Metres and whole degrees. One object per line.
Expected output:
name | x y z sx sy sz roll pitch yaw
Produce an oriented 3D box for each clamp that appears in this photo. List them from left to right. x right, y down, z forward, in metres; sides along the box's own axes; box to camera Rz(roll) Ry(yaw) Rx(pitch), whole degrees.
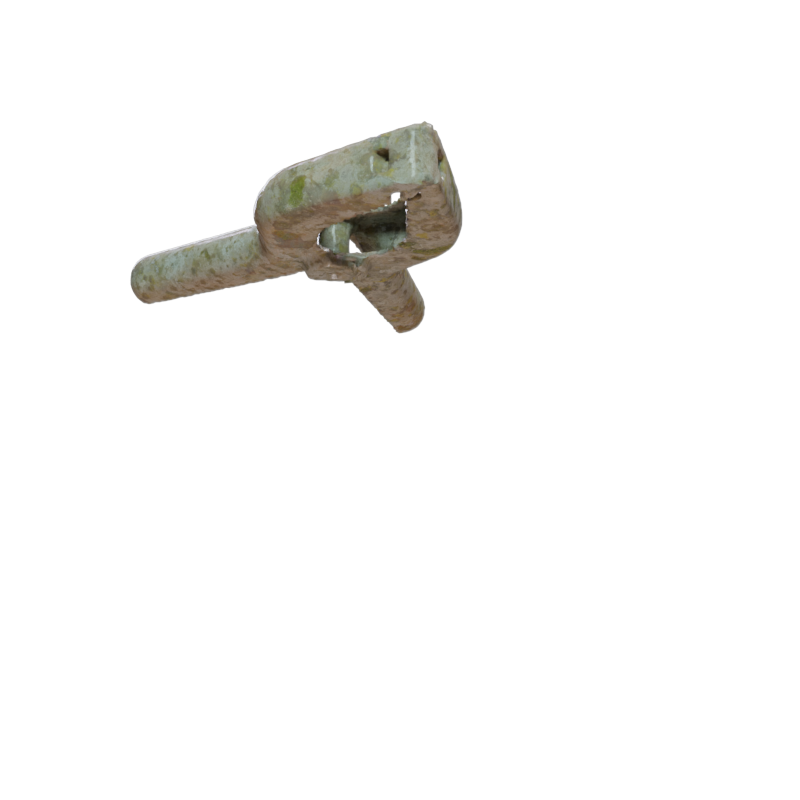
clamp | -0.041 -0.075 0.528 0.161 0.038 0.205 3 -14 -14
